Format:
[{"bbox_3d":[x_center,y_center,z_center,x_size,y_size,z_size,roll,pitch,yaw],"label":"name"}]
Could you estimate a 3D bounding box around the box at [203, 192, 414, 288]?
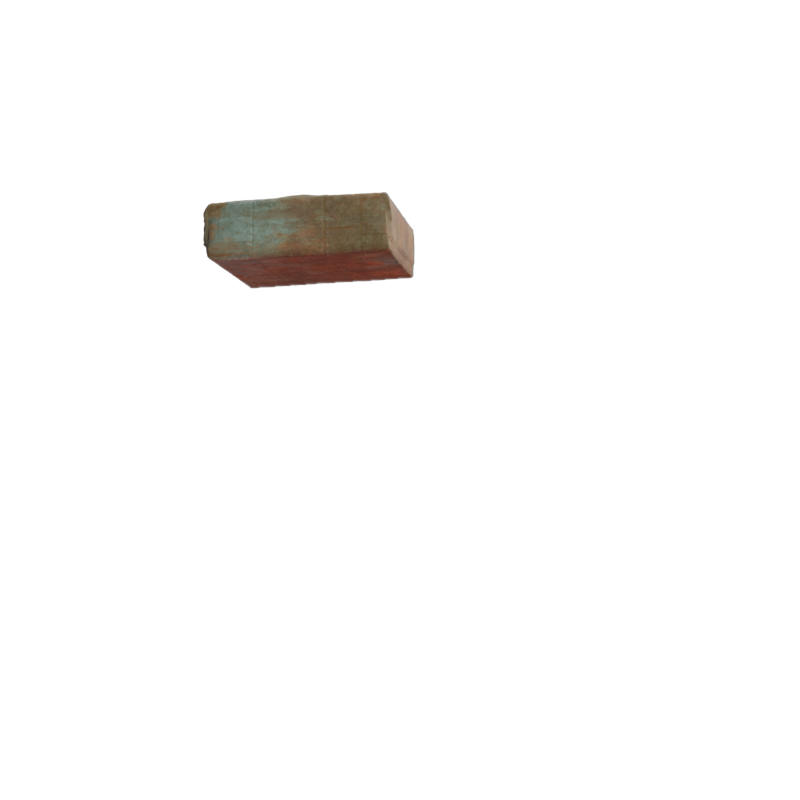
[{"bbox_3d":[-0.042,-0.077,0.538,0.091,0.031,0.070,-1,-6,12],"label":"box"}]
